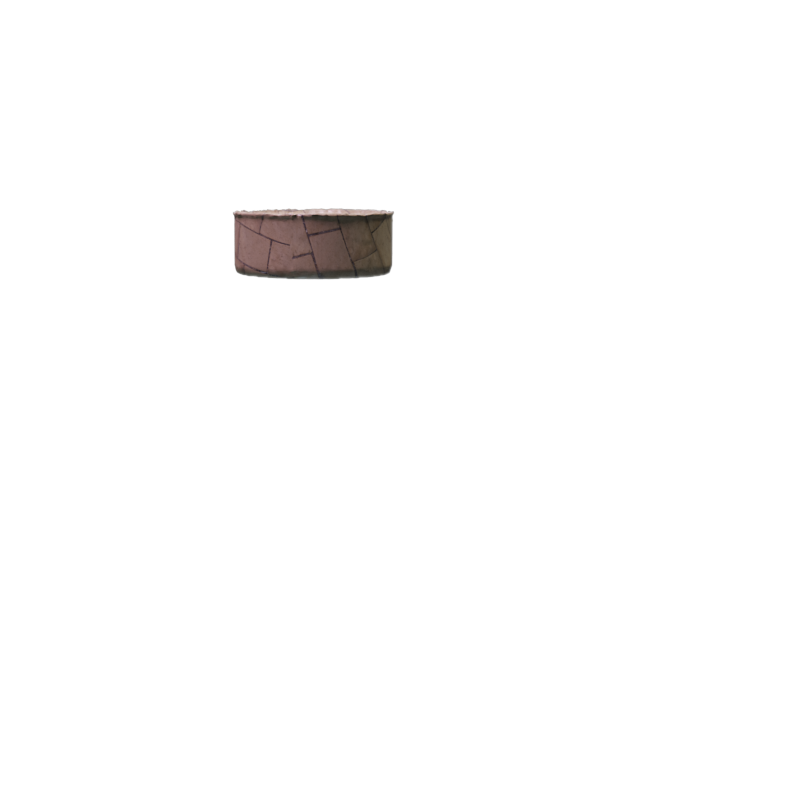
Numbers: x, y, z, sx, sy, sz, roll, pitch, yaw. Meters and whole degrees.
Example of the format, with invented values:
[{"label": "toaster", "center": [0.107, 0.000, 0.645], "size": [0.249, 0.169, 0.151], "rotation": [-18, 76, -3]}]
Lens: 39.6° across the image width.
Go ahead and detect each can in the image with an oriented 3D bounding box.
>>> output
[{"label": "can", "center": [-0.046, -0.085, 0.593], "size": [0.086, 0.033, 0.087], "rotation": [0, 10, -2]}]
